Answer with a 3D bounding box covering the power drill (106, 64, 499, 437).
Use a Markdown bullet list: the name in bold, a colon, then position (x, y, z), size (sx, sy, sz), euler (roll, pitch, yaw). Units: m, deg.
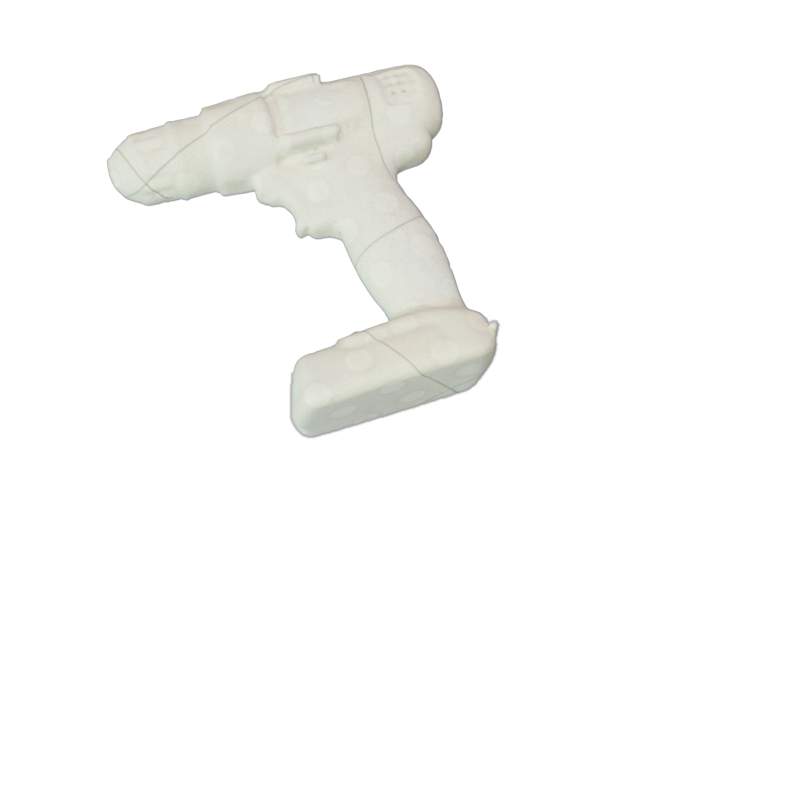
- **power drill**: position (-0.045, -0.082, 0.571), size (0.183, 0.199, 0.054), euler (-16, -23, -8)
